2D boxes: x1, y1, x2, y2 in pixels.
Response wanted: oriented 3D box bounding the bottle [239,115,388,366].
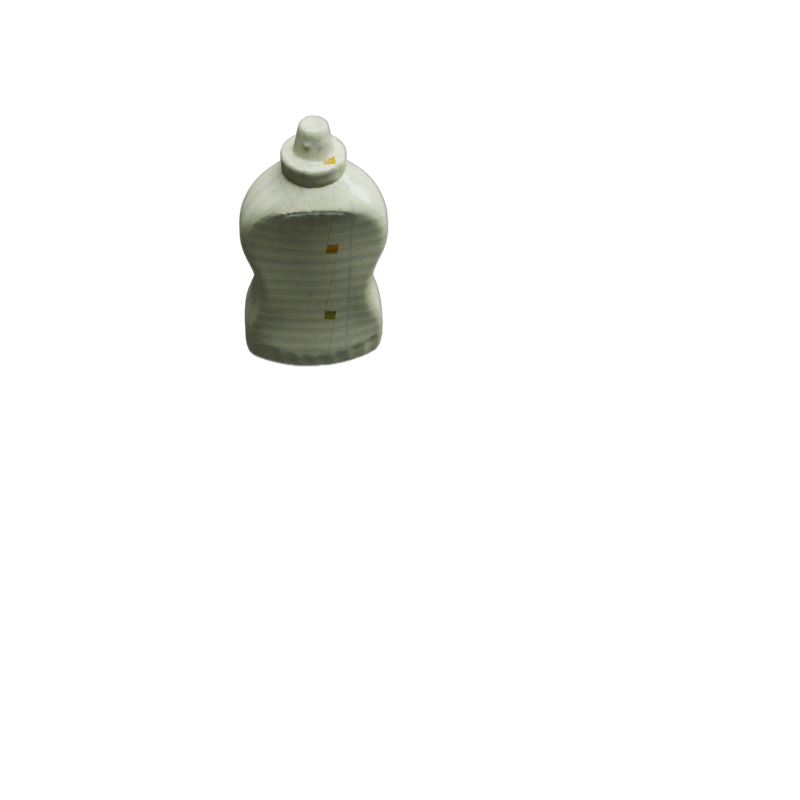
[{"bbox_3d":[-0.057,-0.104,0.727,0.096,0.063,0.179,0,-43,-4],"label":"bottle"}]
